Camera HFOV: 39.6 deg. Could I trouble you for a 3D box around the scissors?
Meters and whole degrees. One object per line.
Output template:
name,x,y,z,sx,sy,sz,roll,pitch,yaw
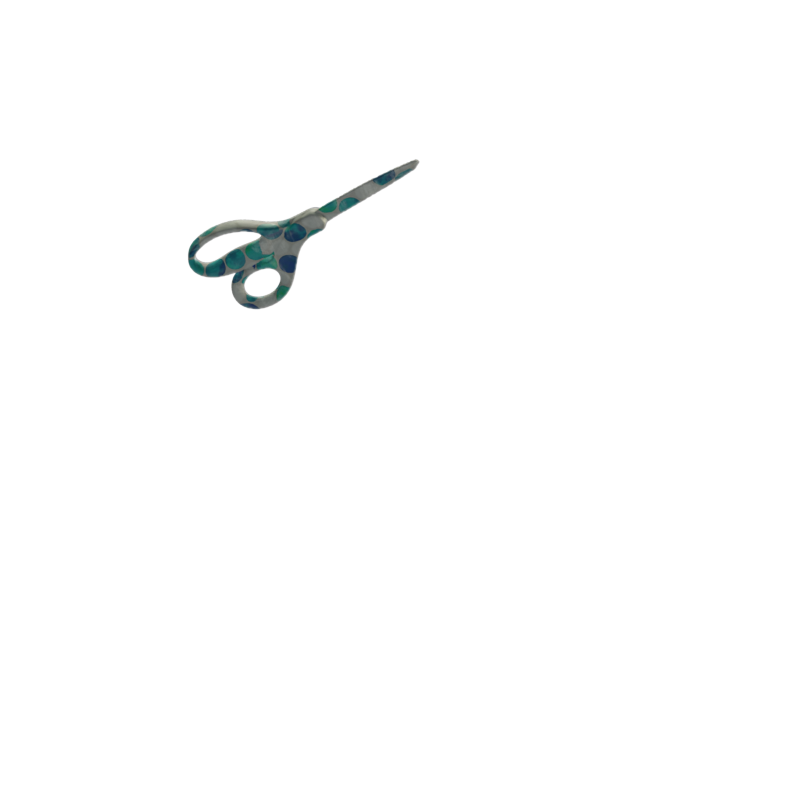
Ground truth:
scissors,-0.069,-0.125,0.878,0.203,0.089,0.017,-14,41,12
